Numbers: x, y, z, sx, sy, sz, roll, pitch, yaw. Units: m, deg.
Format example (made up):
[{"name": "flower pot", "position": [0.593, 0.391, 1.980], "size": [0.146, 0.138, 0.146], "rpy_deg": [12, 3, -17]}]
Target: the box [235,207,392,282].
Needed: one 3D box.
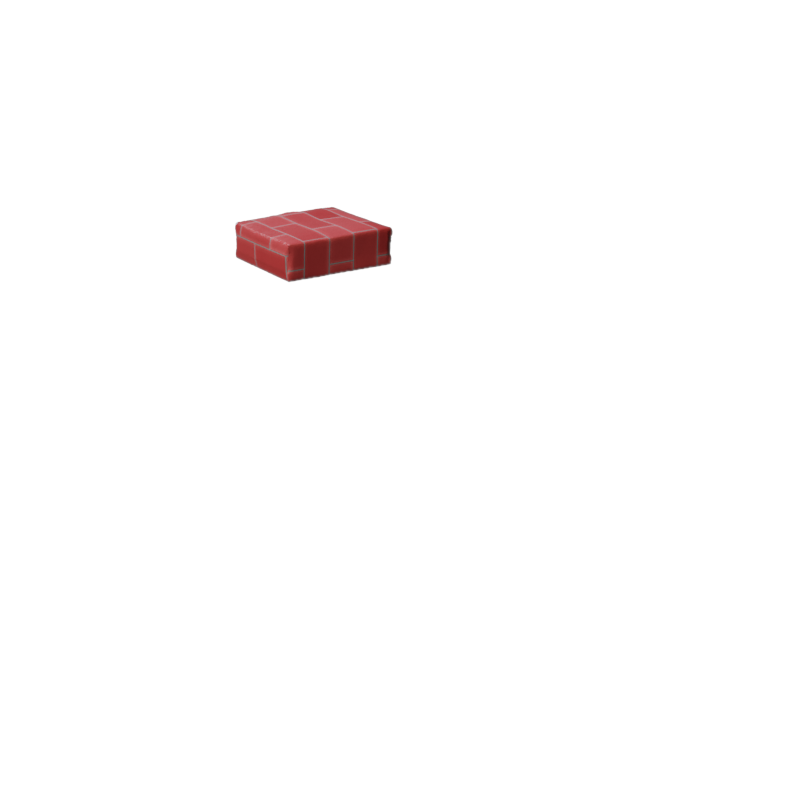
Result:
[{"name": "box", "position": [-0.062, -0.113, 0.788], "size": [0.087, 0.029, 0.078], "rpy_deg": [-15, 27, -32]}]
